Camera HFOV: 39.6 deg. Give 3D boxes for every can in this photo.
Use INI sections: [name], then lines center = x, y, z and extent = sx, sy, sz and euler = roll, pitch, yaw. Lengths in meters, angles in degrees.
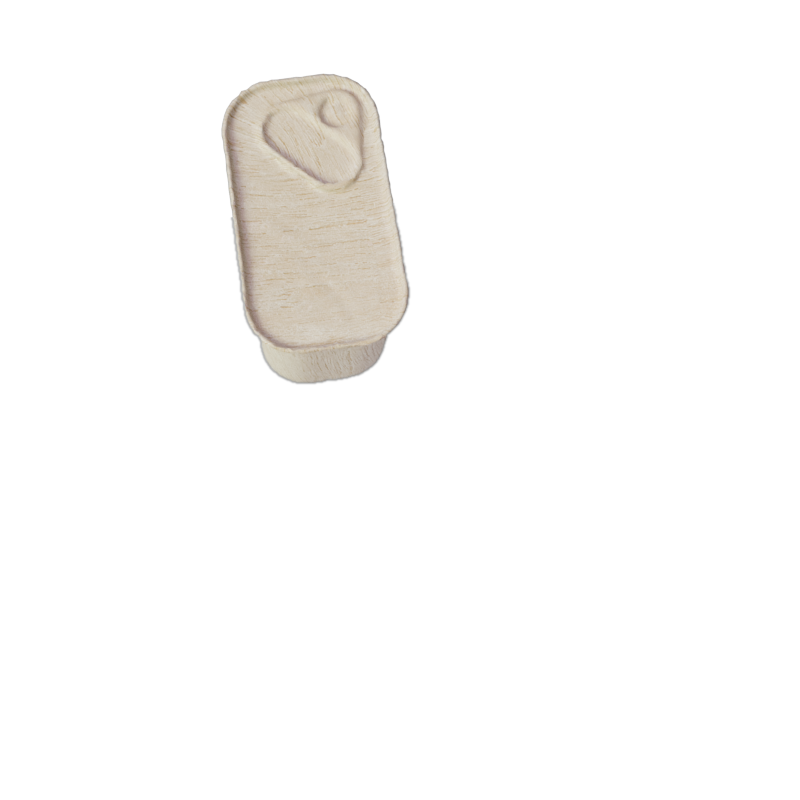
[can]
center = -0.034, -0.061, 0.428
extent = 0.057, 0.106, 0.081
euler = -8, -13, -5
